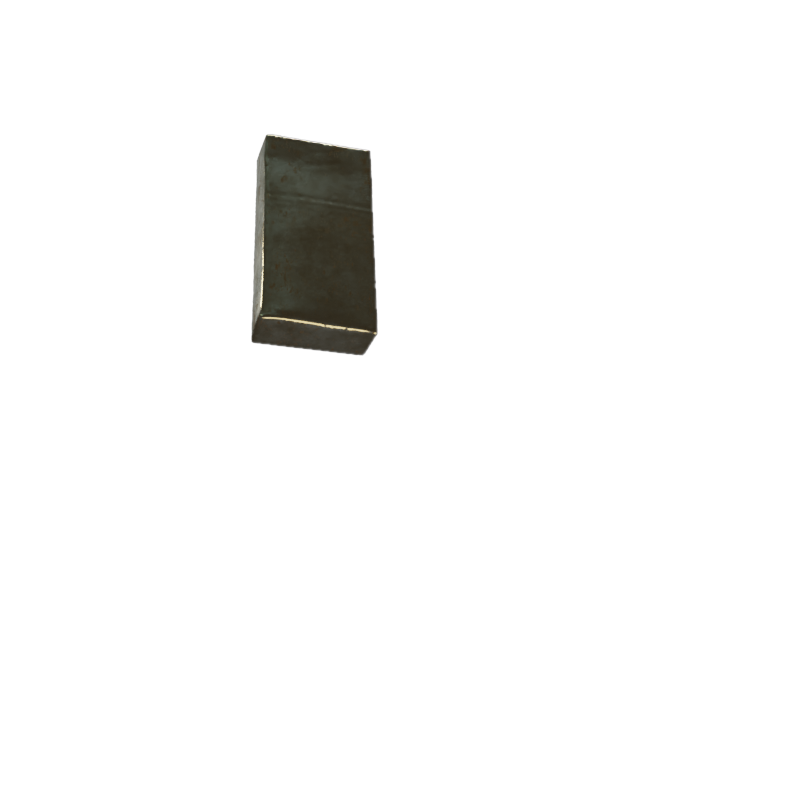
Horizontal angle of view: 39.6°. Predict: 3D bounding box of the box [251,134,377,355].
[{"bbox_3d":[-0.069,-0.126,0.887,0.091,0.188,0.046,7,-34,-14],"label":"box"}]
